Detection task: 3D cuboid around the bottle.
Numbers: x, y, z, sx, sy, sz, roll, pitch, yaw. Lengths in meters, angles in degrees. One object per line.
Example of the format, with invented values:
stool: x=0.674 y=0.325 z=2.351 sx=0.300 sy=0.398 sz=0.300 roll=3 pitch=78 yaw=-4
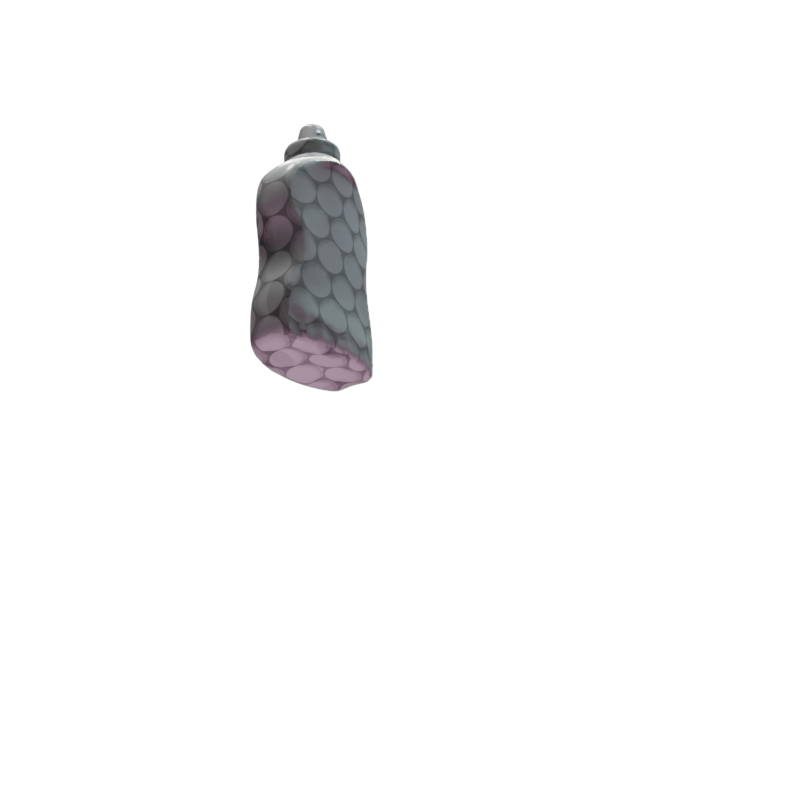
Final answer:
bottle: x=-0.061 y=-0.110 z=0.768 sx=0.059 sy=0.204 sz=0.090 roll=-22 pitch=-34 yaw=33
